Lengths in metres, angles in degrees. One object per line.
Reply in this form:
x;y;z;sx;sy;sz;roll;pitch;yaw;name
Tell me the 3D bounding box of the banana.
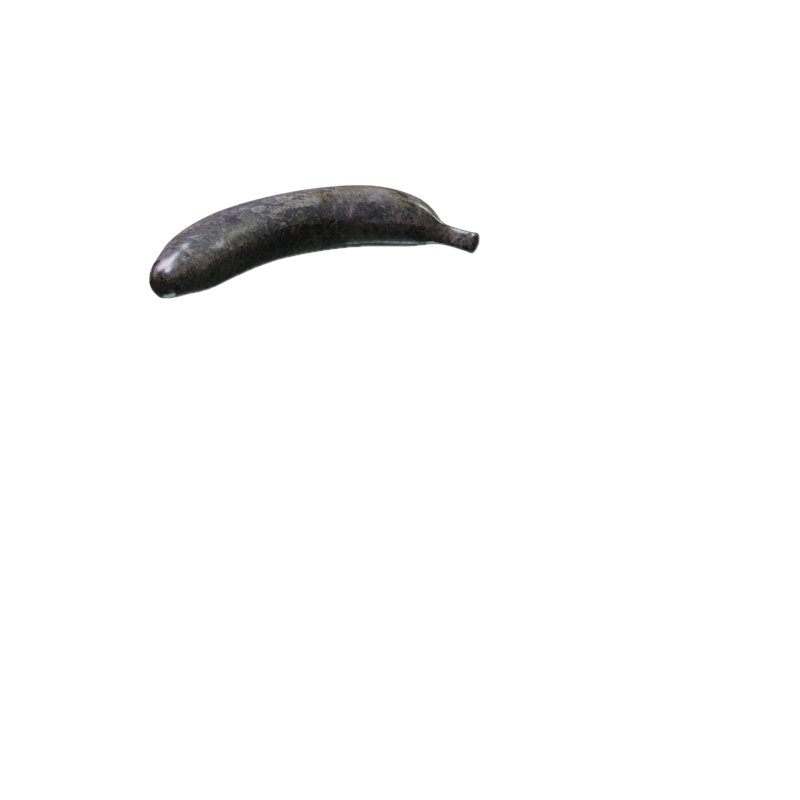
-0.053;-0.091;0.602;0.194;0.035;0.074;-14;27;-30;banana
